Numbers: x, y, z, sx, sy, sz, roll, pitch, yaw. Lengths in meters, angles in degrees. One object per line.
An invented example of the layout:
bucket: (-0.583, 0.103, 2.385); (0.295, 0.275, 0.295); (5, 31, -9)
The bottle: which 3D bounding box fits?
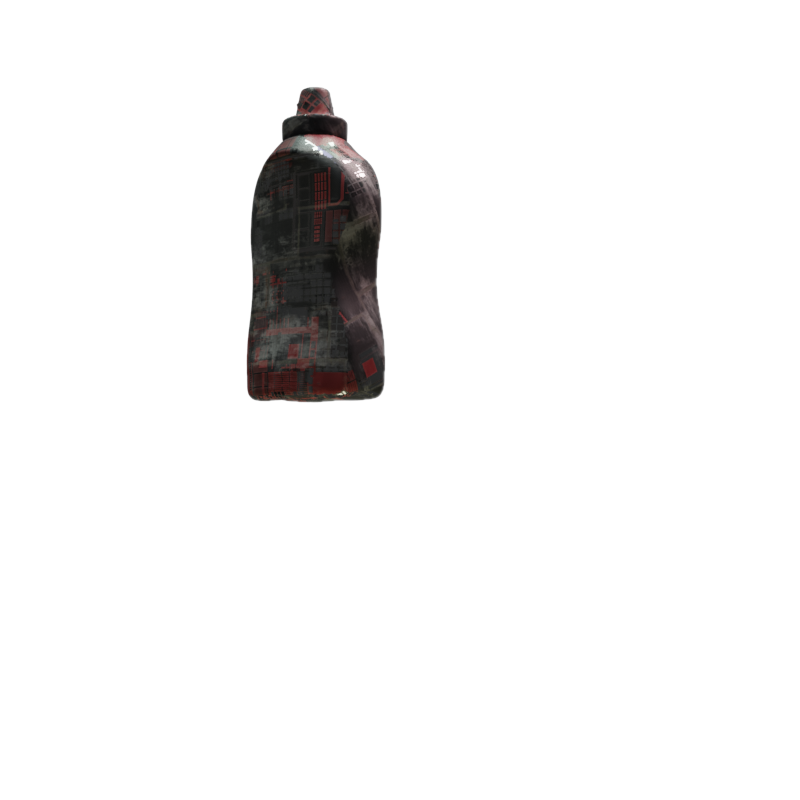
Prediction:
bottle: (-0.052, -0.096, 0.675); (0.056, 0.196, 0.098); (7, -11, -40)
